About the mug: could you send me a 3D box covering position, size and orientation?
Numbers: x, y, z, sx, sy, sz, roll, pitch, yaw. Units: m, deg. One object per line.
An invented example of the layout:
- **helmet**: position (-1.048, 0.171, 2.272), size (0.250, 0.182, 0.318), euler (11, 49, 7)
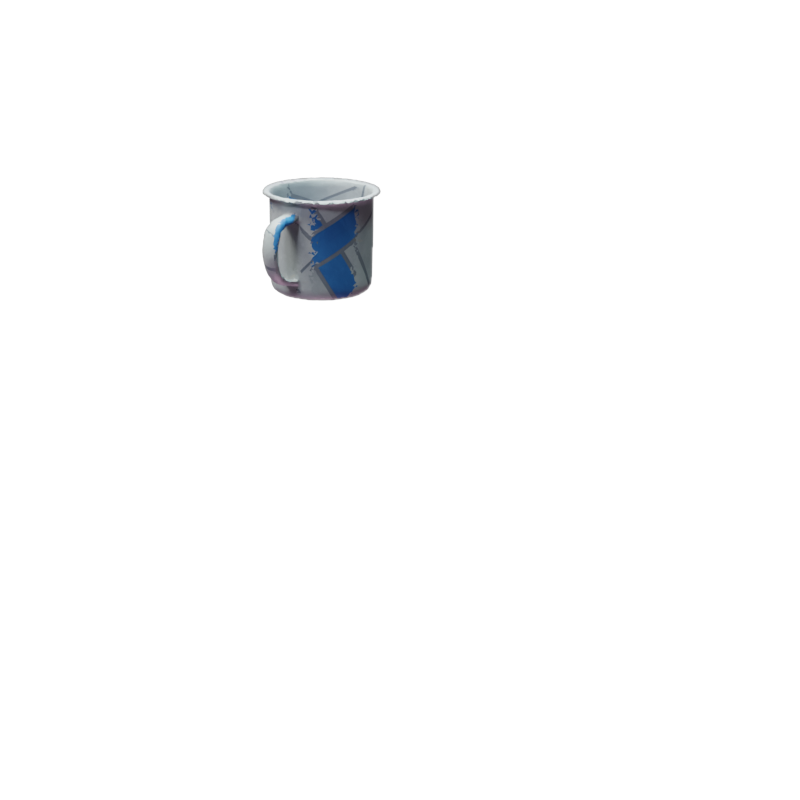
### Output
- **mug**: position (-0.068, -0.125, 0.874), size (0.097, 0.078, 0.117), euler (11, 23, 28)
